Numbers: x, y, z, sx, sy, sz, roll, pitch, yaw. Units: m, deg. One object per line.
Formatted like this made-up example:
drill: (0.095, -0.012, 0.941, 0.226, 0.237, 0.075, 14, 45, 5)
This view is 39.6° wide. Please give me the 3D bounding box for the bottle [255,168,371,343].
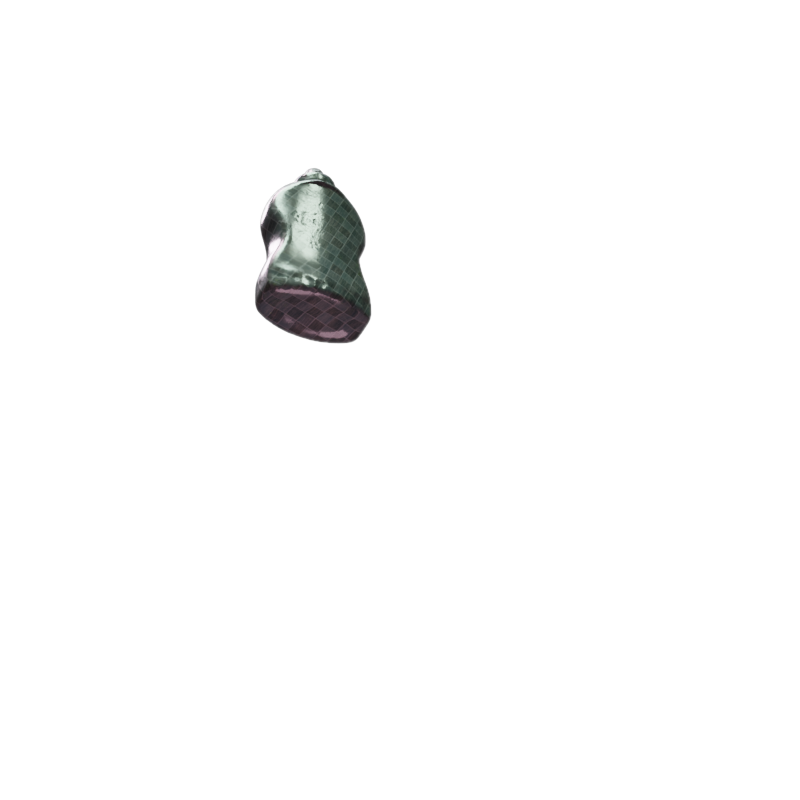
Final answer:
bottle: (-0.076, -0.140, 0.979, 0.093, 0.206, 0.056, 15, -48, -18)
